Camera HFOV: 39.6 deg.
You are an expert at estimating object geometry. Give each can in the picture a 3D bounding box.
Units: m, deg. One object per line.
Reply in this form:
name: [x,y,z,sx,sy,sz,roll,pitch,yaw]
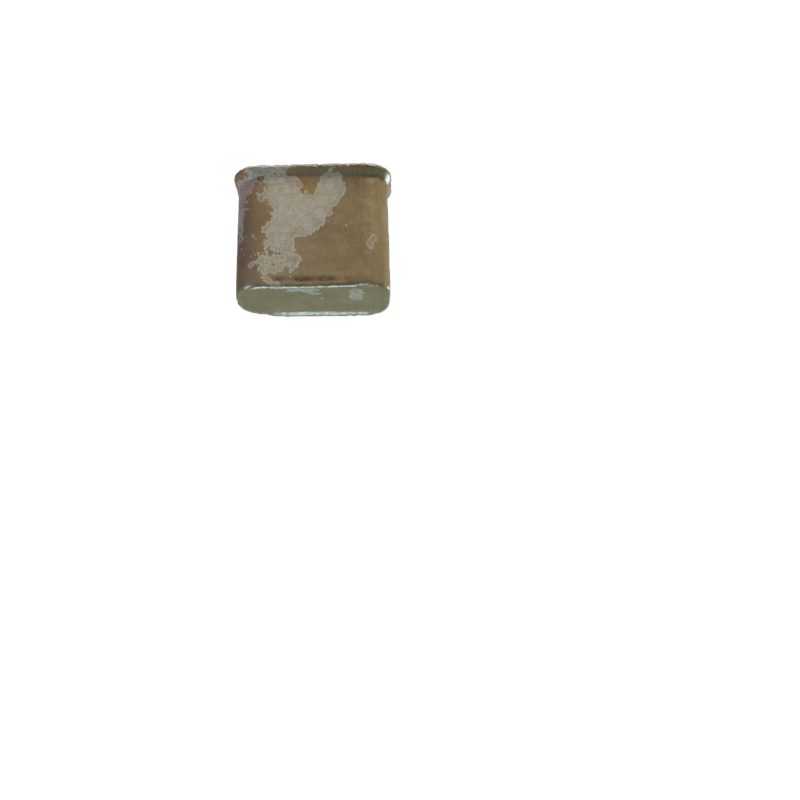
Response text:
can: [-0.055,-0.101,0.709,0.102,0.088,0.054,-1,-22,1]
